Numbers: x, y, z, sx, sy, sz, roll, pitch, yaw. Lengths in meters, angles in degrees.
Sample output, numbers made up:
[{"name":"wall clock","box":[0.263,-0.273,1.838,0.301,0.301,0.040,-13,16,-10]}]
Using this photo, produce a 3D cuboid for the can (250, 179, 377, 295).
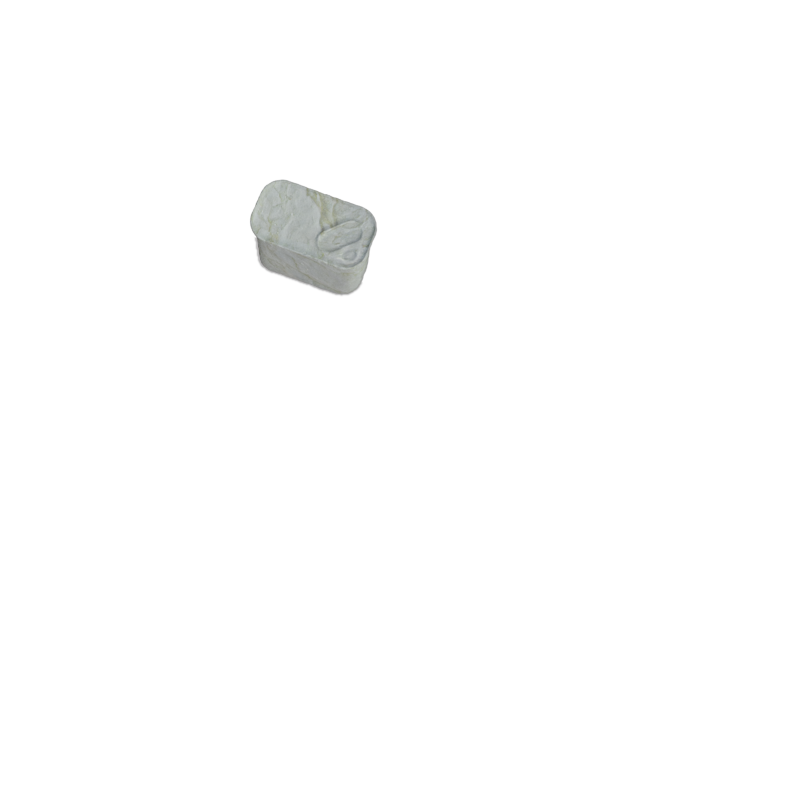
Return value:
[{"name":"can","box":[-0.074,-0.135,0.947,0.103,0.059,0.080,20,-16,5]}]
